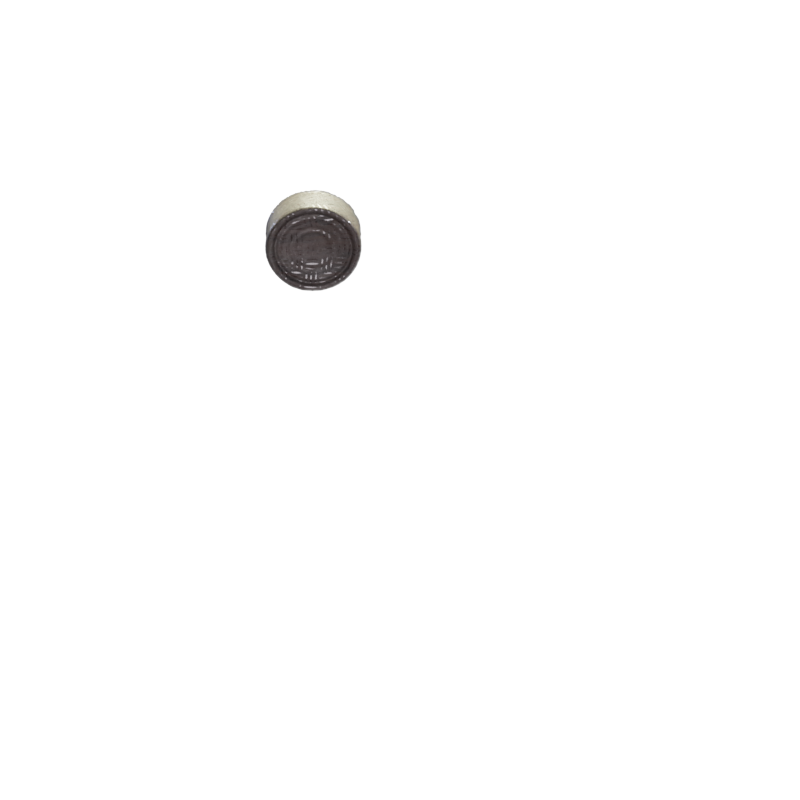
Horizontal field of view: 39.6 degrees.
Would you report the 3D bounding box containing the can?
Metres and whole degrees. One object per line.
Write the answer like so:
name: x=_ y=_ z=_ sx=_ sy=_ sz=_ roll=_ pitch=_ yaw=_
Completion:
can: x=-0.077 y=-0.140 z=0.982 sx=0.086 sy=0.081 sz=0.036 roll=1 pitch=29 yaw=-1
